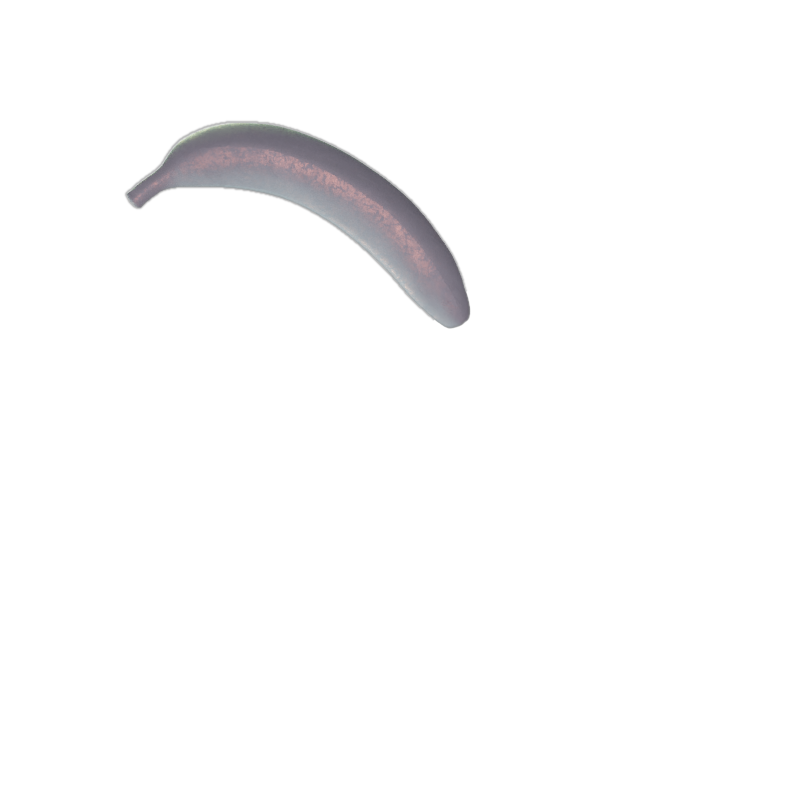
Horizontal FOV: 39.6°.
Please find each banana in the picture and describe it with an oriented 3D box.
[{"bbox_3d":[-0.044,-0.104,0.602,0.196,0.068,0.038,21,13,-5],"label":"banana"}]
